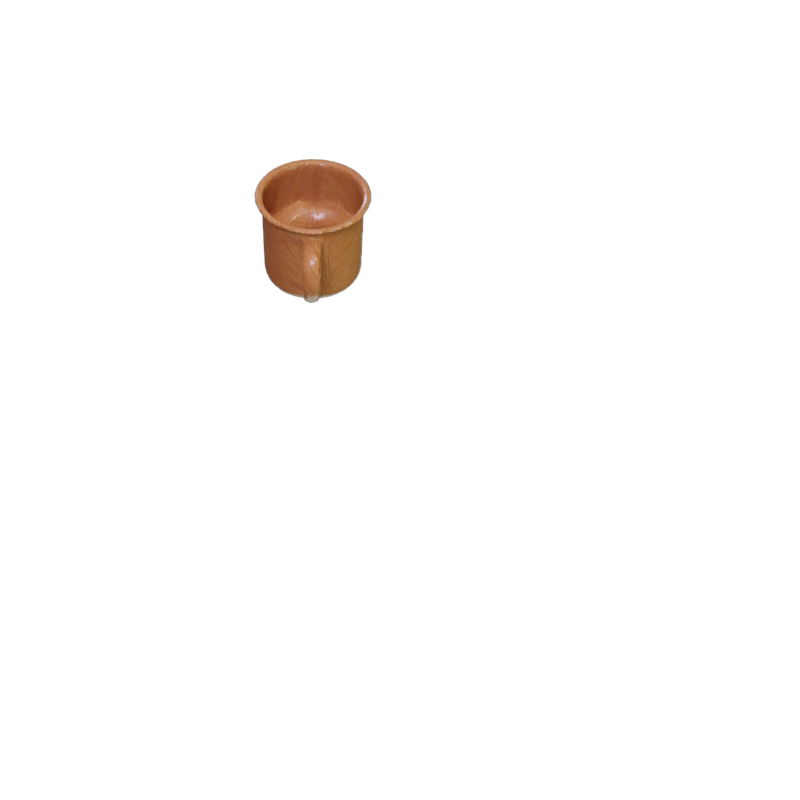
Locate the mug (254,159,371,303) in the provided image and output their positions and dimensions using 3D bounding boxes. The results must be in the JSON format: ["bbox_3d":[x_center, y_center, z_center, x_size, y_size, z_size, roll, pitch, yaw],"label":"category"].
[{"bbox_3d":[-0.070,-0.128,0.899,0.093,0.126,0.076,-2,-44,-4],"label":"mug"}]
